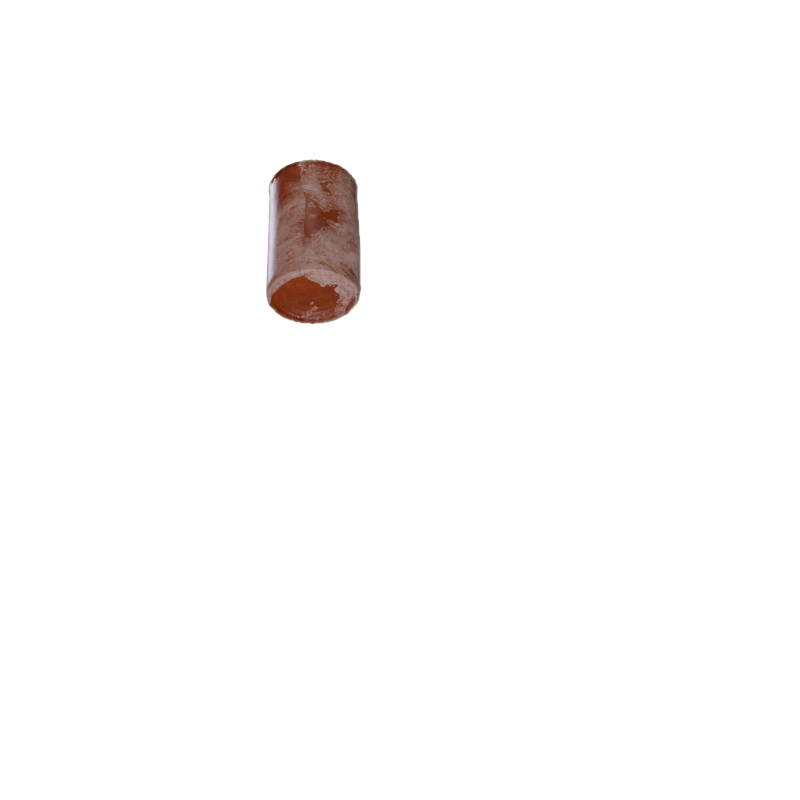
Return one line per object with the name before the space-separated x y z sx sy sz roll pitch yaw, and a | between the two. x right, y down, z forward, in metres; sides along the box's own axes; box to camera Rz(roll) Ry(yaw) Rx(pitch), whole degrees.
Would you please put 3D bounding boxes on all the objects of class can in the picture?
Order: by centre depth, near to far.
can | -0.063 -0.116 0.809 0.068 0.109 0.064 -1 -36 -2
